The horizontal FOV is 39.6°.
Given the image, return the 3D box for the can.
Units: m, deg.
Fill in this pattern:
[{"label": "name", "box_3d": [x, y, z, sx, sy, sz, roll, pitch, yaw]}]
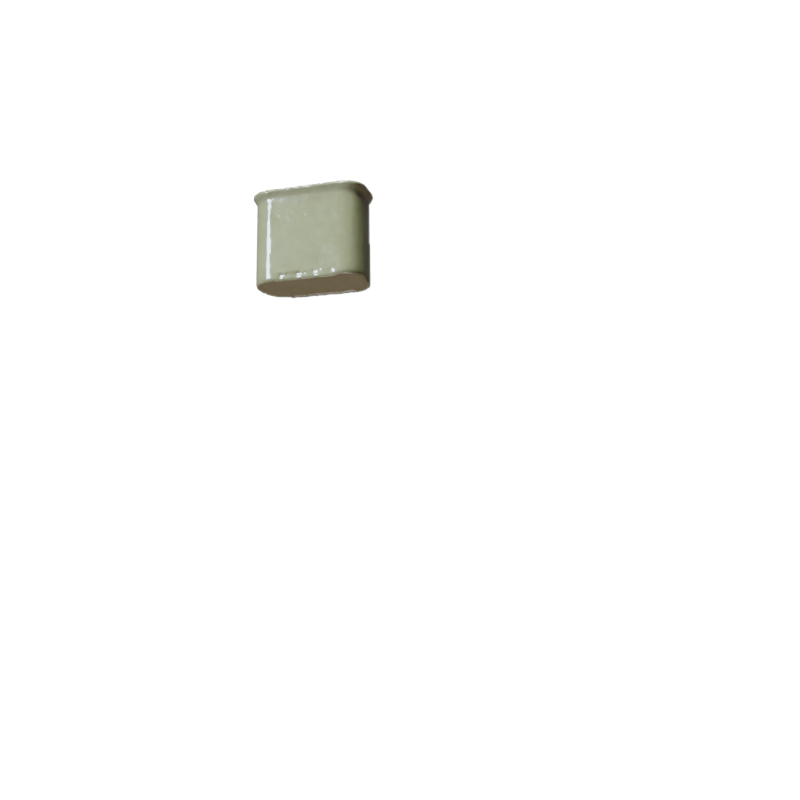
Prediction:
[{"label": "can", "box_3d": [-0.075, -0.137, 0.958, 0.104, 0.087, 0.054, -5, -18, 16]}]
